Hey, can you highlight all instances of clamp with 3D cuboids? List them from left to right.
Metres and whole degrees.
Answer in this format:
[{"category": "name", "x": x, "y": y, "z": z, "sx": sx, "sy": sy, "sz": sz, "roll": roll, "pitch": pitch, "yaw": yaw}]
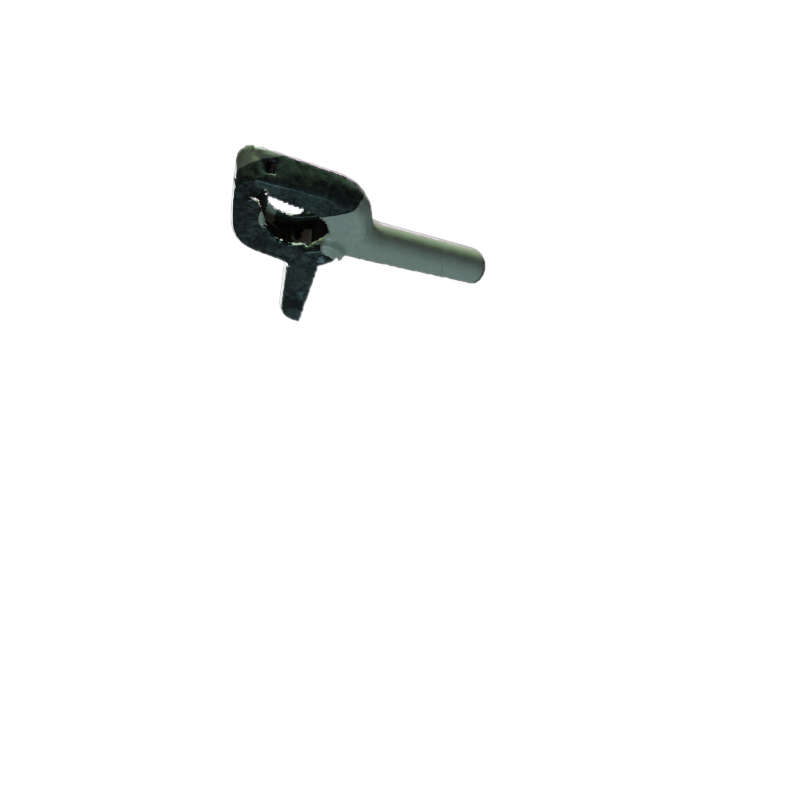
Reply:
[{"category": "clamp", "x": -0.060, "y": -0.109, "z": 0.764, "sx": 0.167, "sy": 0.038, "sz": 0.196, "roll": -14, "pitch": -26, "yaw": 31}]
